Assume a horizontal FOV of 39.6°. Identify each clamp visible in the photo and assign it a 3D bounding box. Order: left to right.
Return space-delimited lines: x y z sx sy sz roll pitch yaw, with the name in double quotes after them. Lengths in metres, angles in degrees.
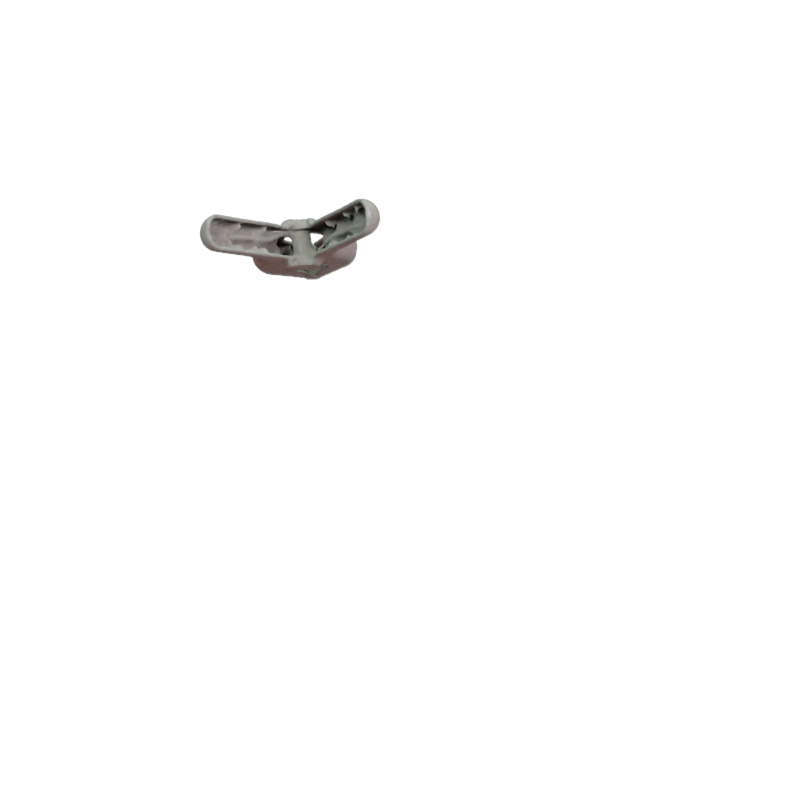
-0.063 -0.115 0.805 0.122 0.040 0.167 0 0 12 "clamp"
